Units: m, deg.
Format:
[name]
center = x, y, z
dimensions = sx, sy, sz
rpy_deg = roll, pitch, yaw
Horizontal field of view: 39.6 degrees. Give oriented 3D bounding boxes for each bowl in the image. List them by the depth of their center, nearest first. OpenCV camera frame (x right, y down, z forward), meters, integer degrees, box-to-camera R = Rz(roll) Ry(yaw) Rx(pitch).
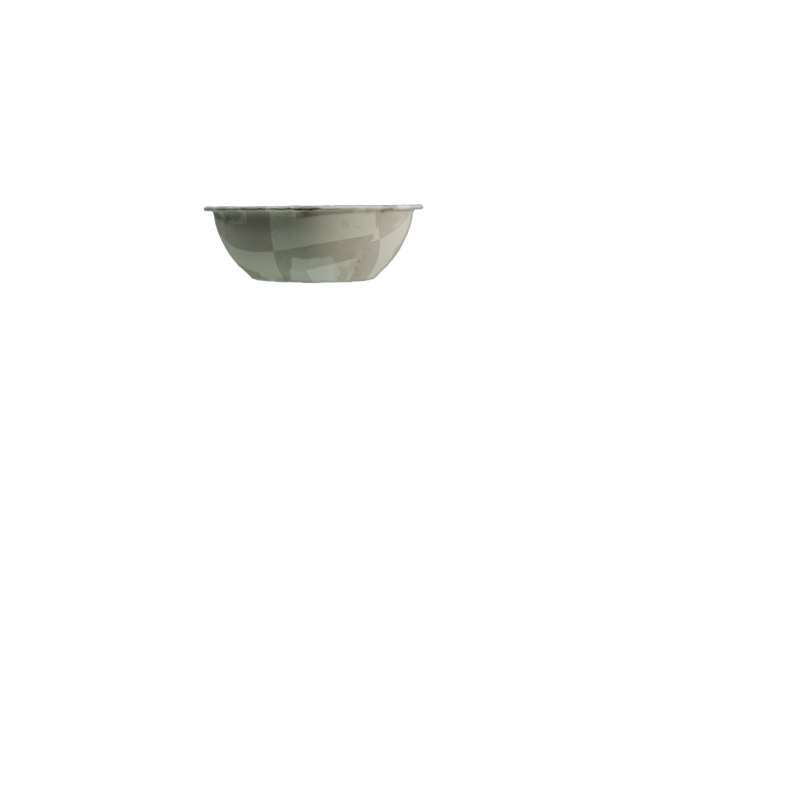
[bowl]
center = -0.064, -0.117, 0.817
dimensions = 0.162, 0.054, 0.165
rpy_deg = 0, 9, -2
